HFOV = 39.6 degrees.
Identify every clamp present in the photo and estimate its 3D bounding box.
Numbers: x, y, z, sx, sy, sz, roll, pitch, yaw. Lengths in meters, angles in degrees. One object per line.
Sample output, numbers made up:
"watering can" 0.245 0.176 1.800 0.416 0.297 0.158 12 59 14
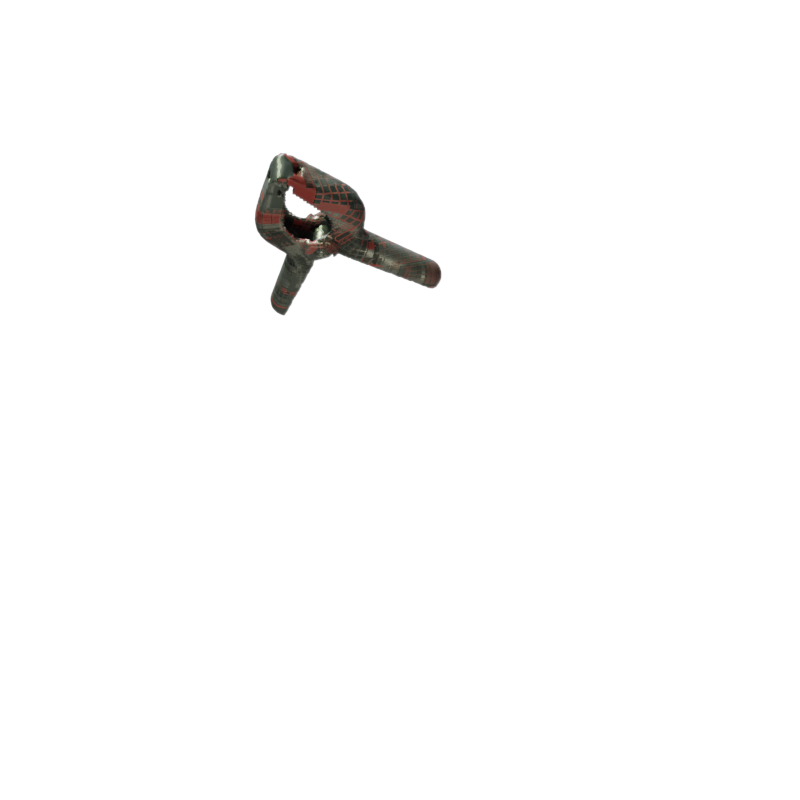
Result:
"clamp" -0.076 -0.139 0.970 0.167 0.039 0.194 -14 -32 22
